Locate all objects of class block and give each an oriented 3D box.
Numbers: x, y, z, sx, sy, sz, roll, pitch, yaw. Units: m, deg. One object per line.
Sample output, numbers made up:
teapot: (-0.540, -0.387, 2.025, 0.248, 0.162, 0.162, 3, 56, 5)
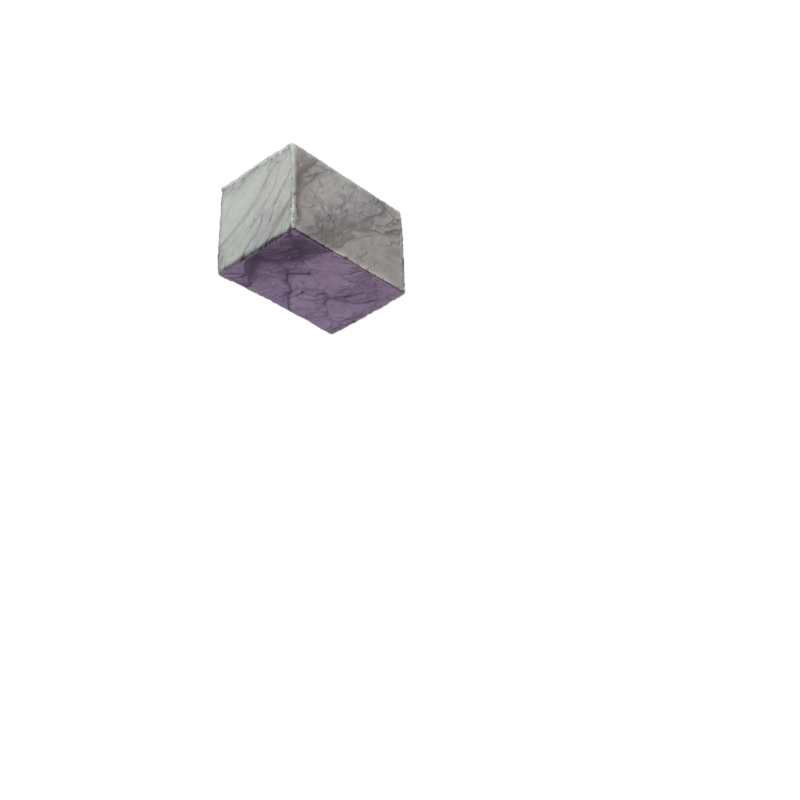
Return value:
block: (-0.042, -0.076, 0.535, 0.053, 0.055, 0.073, -27, -41, 35)
